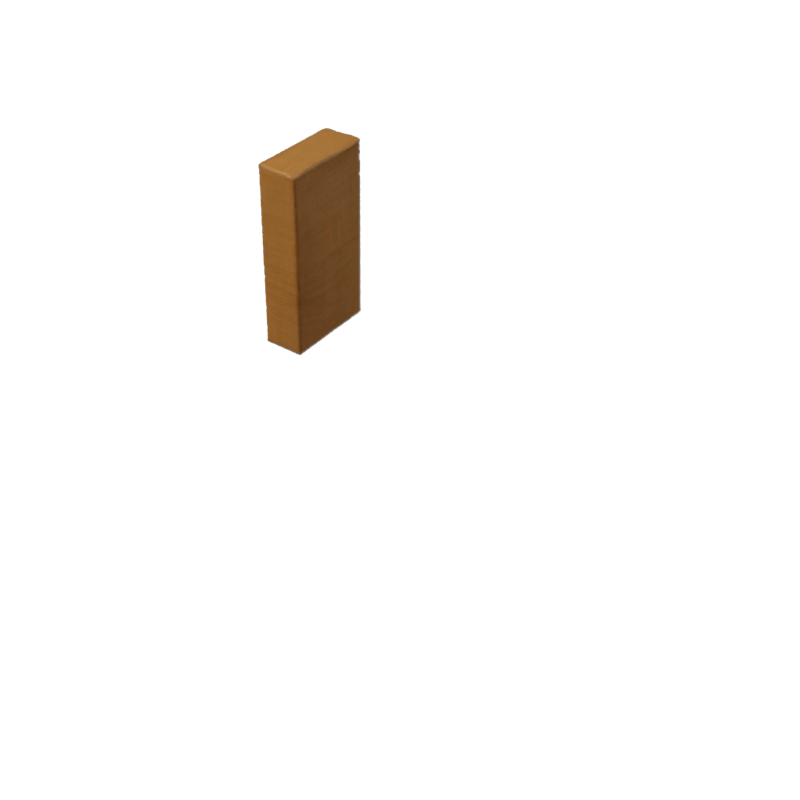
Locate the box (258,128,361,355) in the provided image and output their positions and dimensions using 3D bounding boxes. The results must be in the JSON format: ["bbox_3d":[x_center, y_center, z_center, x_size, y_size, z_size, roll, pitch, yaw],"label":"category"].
[{"bbox_3d":[-0.075,-0.137,0.963,0.051,0.165,0.094,23,40,27],"label":"box"}]
